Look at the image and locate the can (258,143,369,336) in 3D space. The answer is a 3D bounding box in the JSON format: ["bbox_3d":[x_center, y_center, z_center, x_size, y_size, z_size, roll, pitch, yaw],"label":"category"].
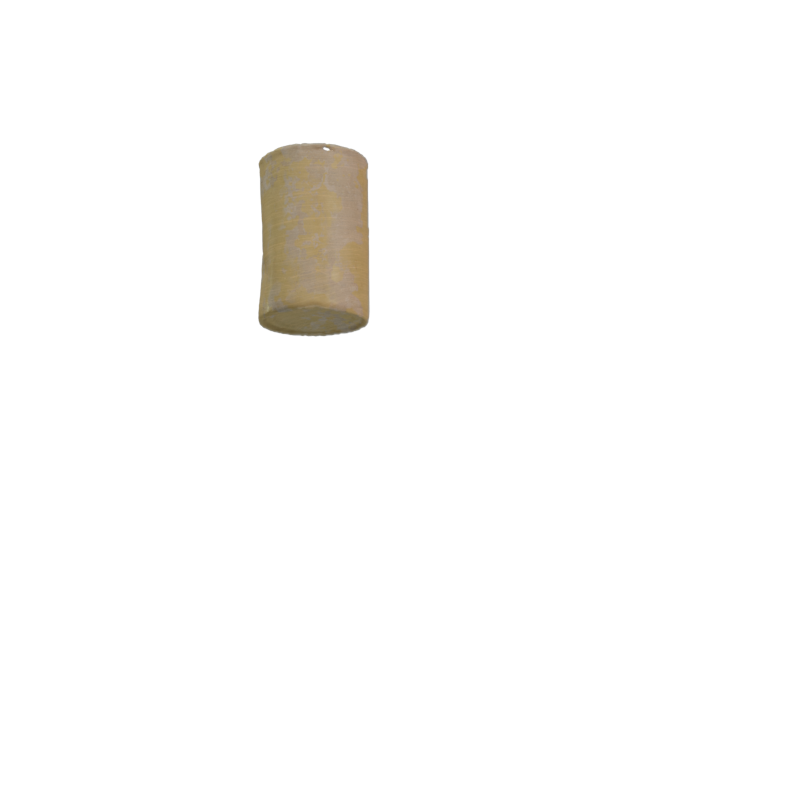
[{"bbox_3d":[-0.052,-0.096,0.671,0.068,0.107,0.066,0,-16,-2],"label":"can"}]
